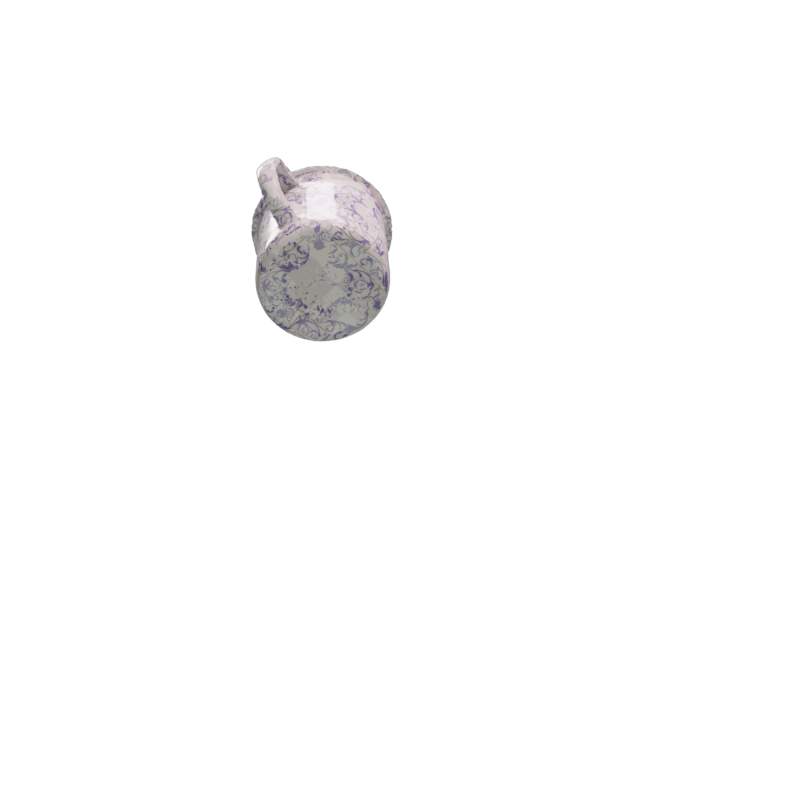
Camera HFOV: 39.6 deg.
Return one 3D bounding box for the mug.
[{"bbox_3d":[-0.054,-0.099,0.691,0.093,0.110,0.086,-25,26,11],"label":"mug"}]
